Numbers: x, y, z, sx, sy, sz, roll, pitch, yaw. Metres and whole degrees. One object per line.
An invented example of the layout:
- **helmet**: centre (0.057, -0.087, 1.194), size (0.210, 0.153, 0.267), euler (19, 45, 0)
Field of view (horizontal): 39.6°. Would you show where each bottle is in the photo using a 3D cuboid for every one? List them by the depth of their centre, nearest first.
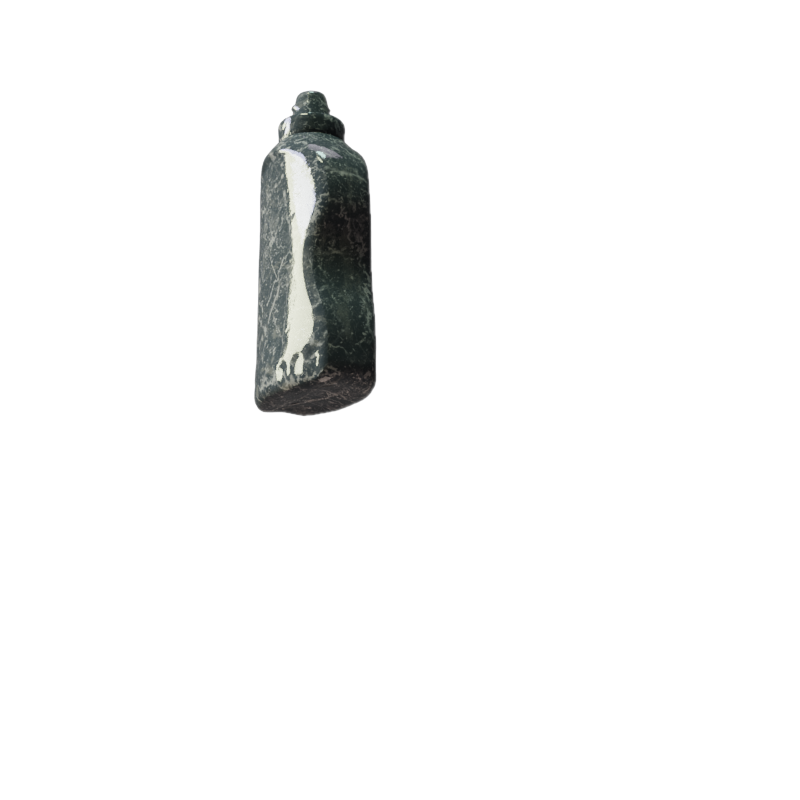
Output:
- **bottle**: centre (-0.052, -0.093, 0.652), size (0.056, 0.201, 0.095), euler (8, -21, -25)
